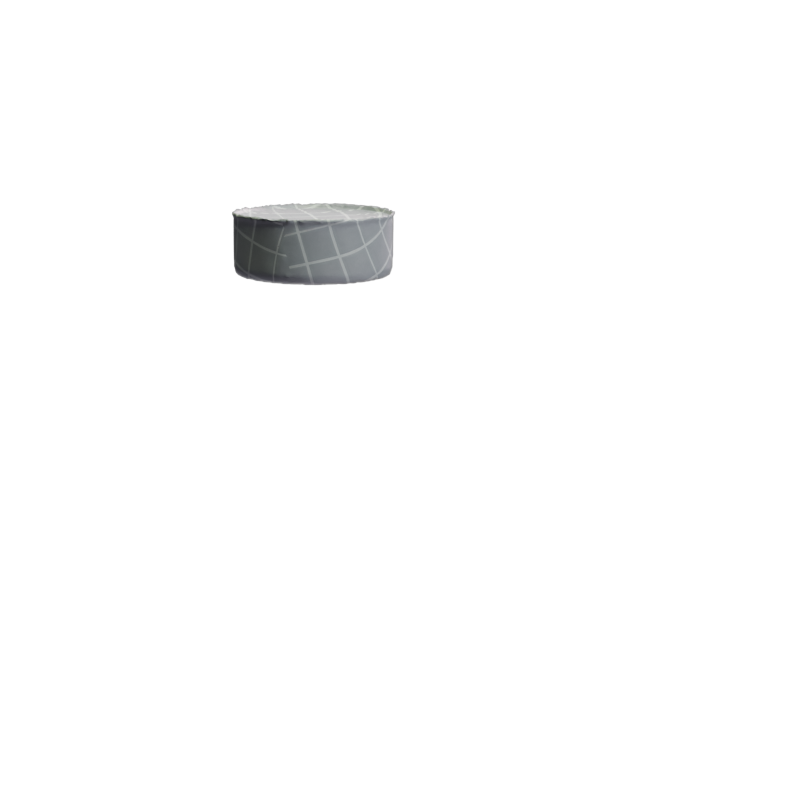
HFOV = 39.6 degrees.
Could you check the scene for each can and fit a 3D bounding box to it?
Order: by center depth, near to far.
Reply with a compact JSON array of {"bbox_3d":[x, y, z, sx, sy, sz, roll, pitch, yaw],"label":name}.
[{"bbox_3d":[-0.046,-0.084,0.588,0.086,0.033,0.088,0,14,-2],"label":"can"}]
